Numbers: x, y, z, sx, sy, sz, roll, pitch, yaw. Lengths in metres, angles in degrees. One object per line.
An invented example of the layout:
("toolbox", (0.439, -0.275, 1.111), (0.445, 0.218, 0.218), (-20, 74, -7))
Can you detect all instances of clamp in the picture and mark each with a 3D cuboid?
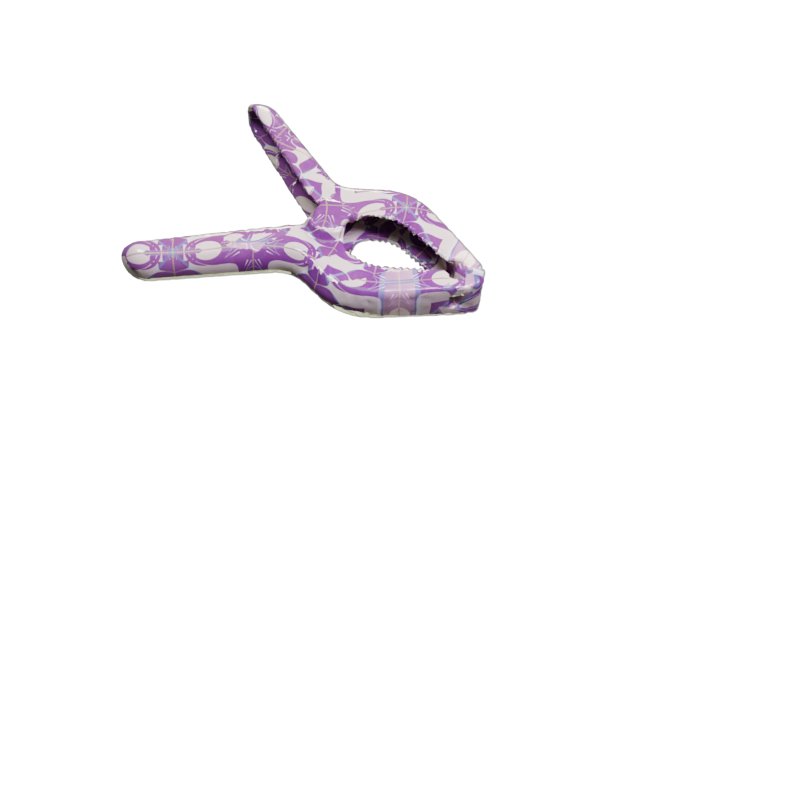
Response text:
("clamp", (-0.053, -0.097, 0.679), (0.220, 0.169, 0.034), (27, -34, 20))
